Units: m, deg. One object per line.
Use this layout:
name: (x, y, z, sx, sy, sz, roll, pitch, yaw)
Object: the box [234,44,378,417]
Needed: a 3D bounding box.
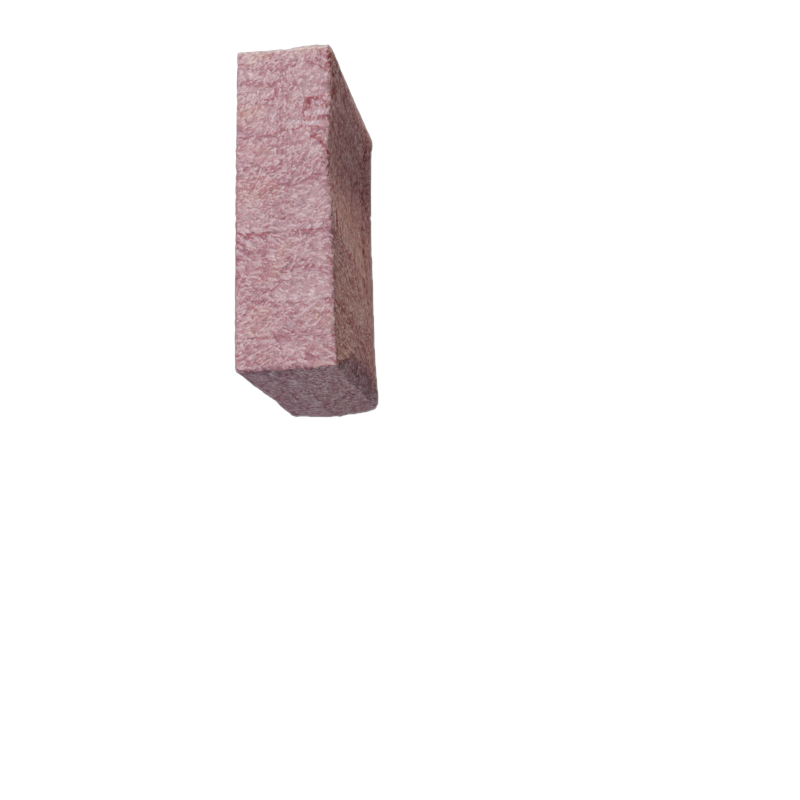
box: (-0.059, -0.107, 0.752, 0.073, 0.223, 0.156, -4, -16, 8)
